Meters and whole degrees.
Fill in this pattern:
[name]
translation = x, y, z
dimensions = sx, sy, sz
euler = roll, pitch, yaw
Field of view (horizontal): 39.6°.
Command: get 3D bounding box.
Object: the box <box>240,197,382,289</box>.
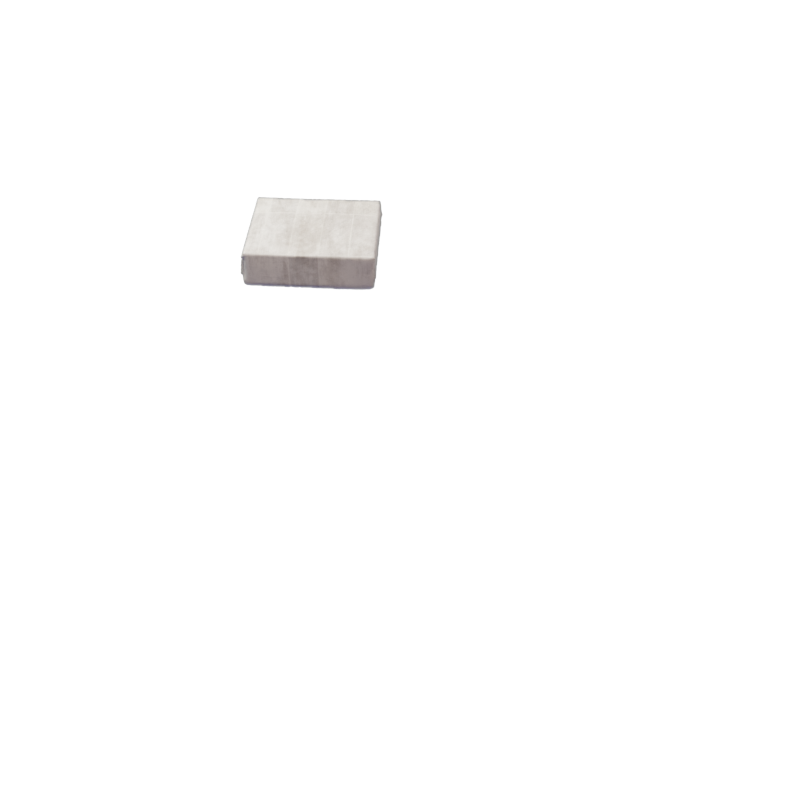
[box]
translation = -0.074, -0.136, 0.951
dimensions = 0.114, 0.036, 0.096
euler = 3, 40, 3
